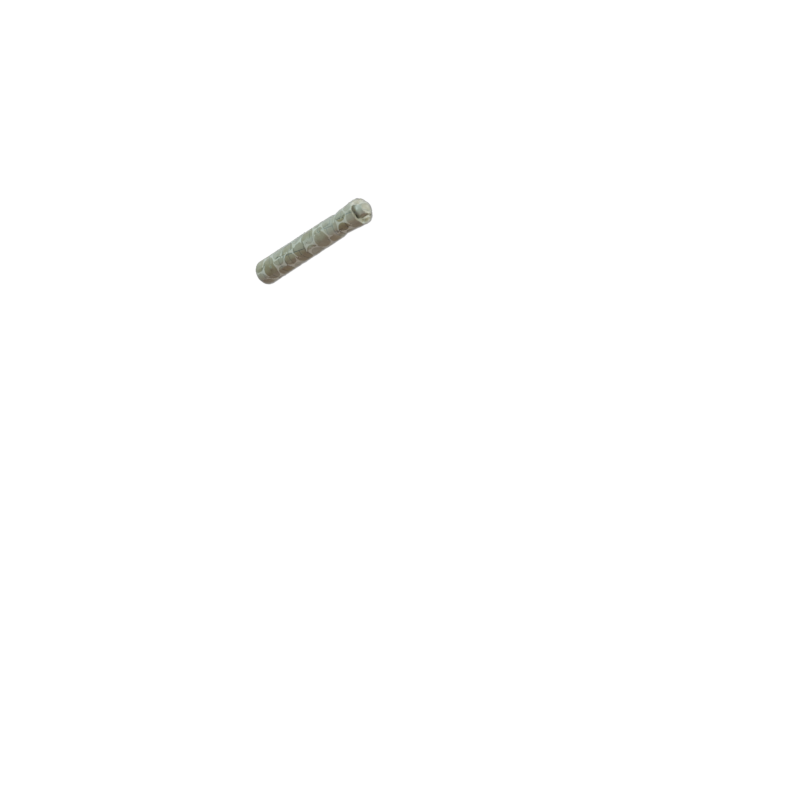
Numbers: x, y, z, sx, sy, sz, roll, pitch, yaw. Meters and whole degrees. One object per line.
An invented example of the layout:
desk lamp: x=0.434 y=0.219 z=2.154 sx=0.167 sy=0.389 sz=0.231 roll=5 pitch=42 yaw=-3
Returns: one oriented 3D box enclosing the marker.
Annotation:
marker: x=-0.060 y=-0.110 z=0.772 sx=0.019 sy=0.020 sz=0.121 roll=-3 pitch=-14 yaw=-42
